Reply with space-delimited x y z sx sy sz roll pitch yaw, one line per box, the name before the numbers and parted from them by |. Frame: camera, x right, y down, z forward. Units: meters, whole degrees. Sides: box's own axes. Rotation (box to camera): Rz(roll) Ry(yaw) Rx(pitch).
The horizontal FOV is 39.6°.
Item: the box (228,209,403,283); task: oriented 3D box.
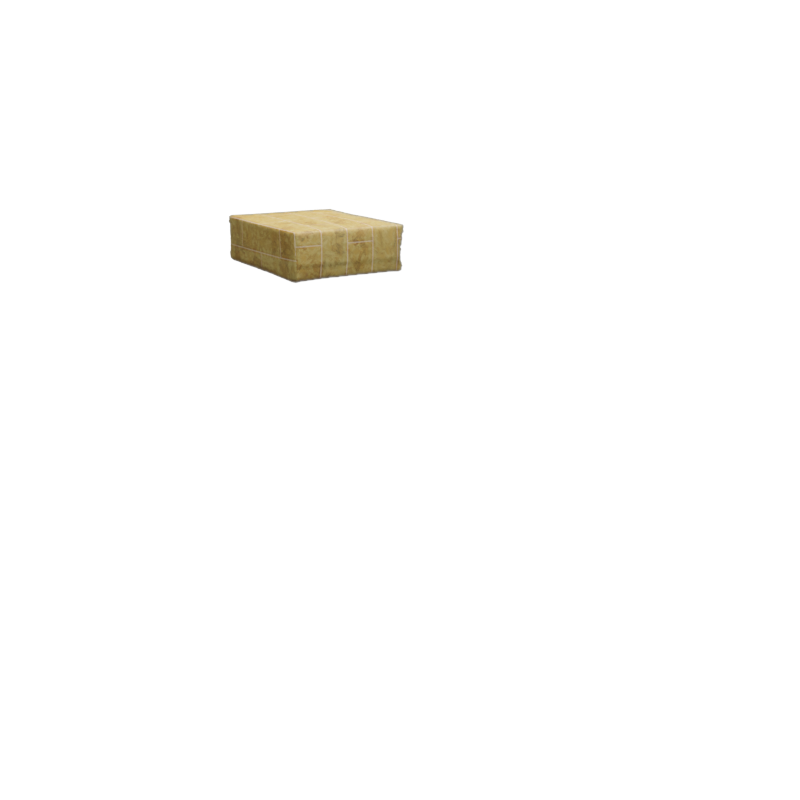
box | -0.064 -0.117 0.821 0.088 0.038 0.120 -10 20 -29
